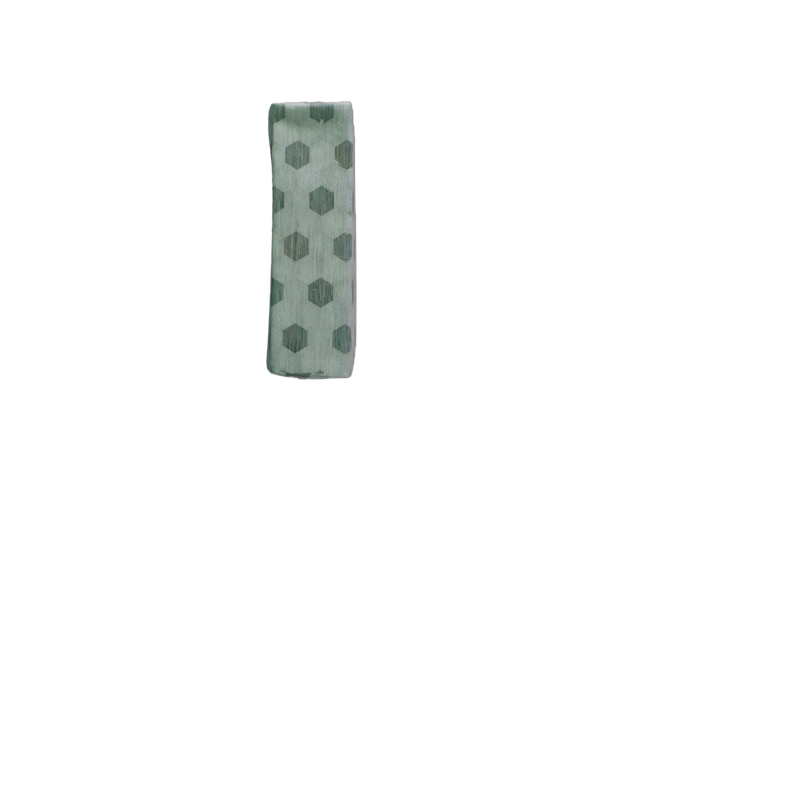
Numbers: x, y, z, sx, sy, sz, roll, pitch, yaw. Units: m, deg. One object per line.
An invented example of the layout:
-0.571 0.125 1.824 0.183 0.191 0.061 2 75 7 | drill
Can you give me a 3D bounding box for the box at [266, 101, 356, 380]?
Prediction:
-0.072 -0.132 0.922 0.072 0.214 0.165 0 2 -1 | box
